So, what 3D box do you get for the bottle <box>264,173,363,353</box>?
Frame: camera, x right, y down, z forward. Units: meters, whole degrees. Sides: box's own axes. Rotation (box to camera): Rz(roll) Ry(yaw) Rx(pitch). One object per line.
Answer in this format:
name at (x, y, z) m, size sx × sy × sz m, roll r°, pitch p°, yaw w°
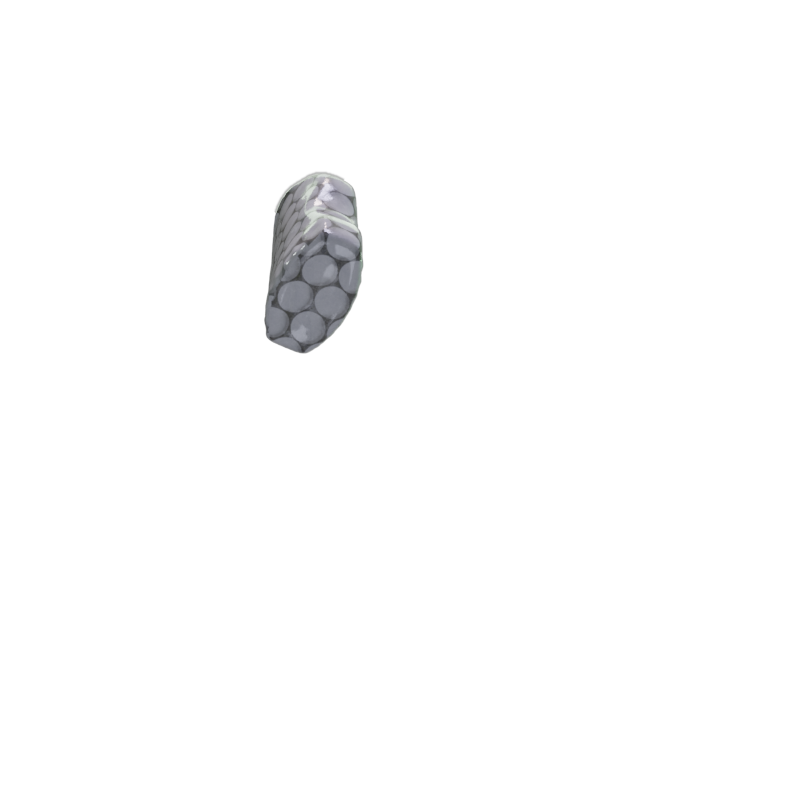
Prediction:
bottle at (-0.067, -0.121, 0.848) m, size 0.057 × 0.093 × 0.203 m, roll 21°, pitch 26°, yaw -15°
